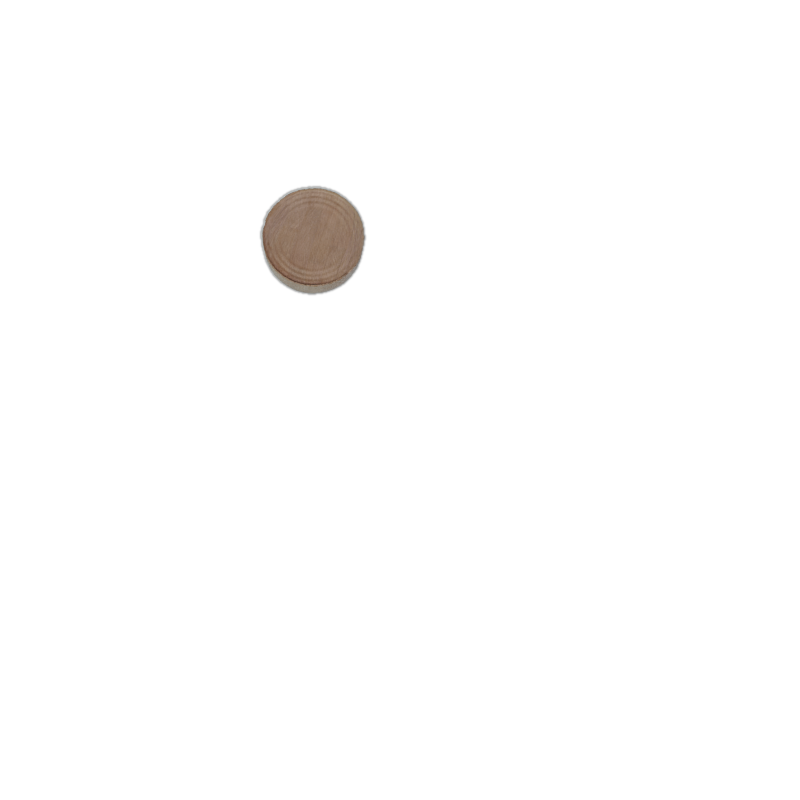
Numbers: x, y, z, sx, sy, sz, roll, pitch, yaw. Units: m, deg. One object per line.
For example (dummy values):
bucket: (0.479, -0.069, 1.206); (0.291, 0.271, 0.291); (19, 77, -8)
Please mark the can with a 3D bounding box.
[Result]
can: (-0.073, -0.133, 0.933); (0.086, 0.089, 0.032); (0, -15, -1)
